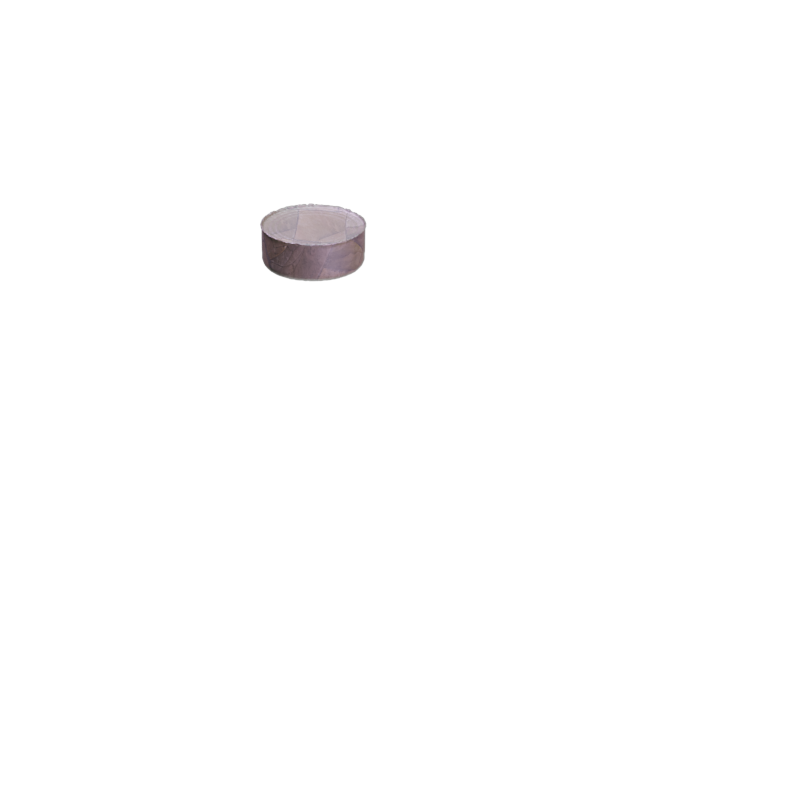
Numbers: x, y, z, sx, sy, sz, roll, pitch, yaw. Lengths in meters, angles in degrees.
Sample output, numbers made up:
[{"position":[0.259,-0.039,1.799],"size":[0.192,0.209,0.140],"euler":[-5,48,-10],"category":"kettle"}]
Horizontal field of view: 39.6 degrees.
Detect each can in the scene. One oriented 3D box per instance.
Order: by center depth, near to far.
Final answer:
[{"position":[-0.071,-0.129,0.903],"size":[0.086,0.032,0.091],"euler":[-1,29,-2],"category":"can"}]
